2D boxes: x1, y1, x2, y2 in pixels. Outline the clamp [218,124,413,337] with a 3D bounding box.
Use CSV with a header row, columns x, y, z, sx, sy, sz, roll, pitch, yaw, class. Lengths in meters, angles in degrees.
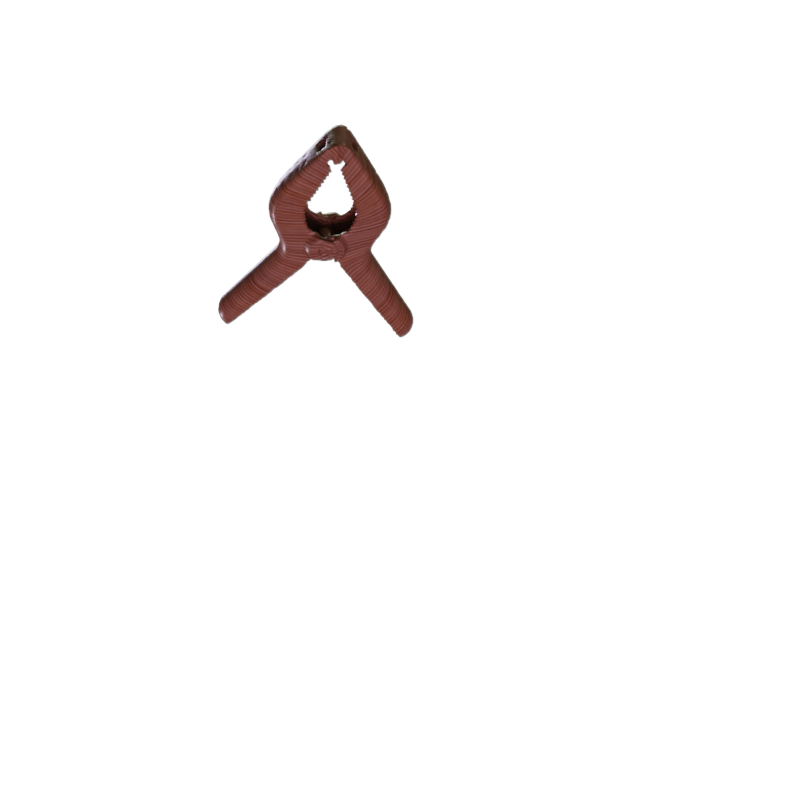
x,y,z,sx,sy,sz,roll,pitch,yaw,class
-0.069,-0.126,0.884,0.164,0.039,0.195,0,-44,0,clamp
